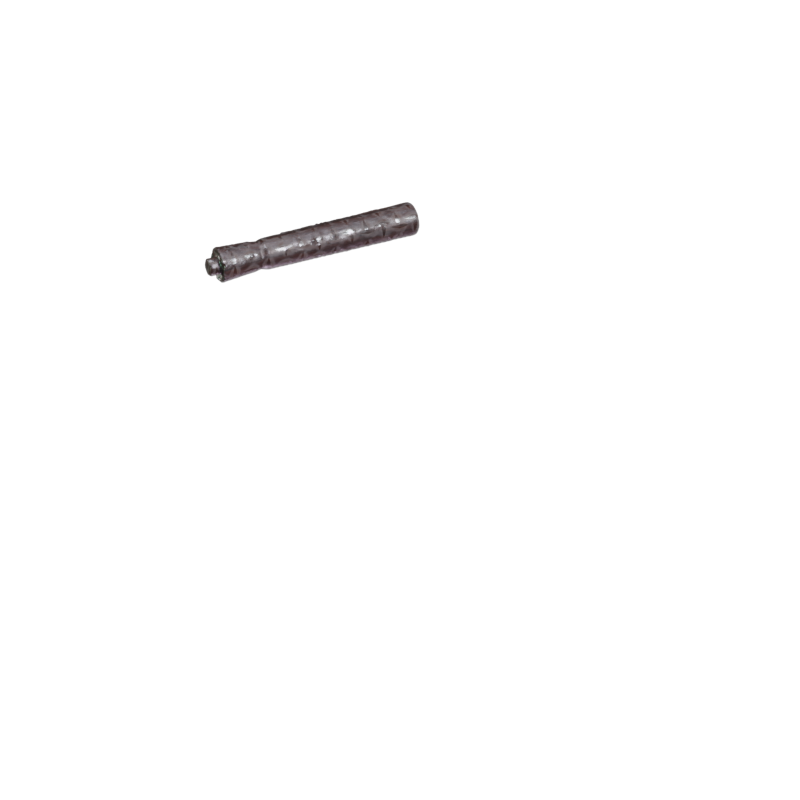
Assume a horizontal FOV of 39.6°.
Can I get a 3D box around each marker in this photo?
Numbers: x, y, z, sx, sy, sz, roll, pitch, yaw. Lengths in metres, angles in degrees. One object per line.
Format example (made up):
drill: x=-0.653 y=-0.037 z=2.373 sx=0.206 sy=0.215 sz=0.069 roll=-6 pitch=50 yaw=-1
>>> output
marker: x=-0.046 y=-0.084 z=0.591 sx=0.119 sy=0.019 sz=0.020 roll=-17 pitch=11 yaw=-23
